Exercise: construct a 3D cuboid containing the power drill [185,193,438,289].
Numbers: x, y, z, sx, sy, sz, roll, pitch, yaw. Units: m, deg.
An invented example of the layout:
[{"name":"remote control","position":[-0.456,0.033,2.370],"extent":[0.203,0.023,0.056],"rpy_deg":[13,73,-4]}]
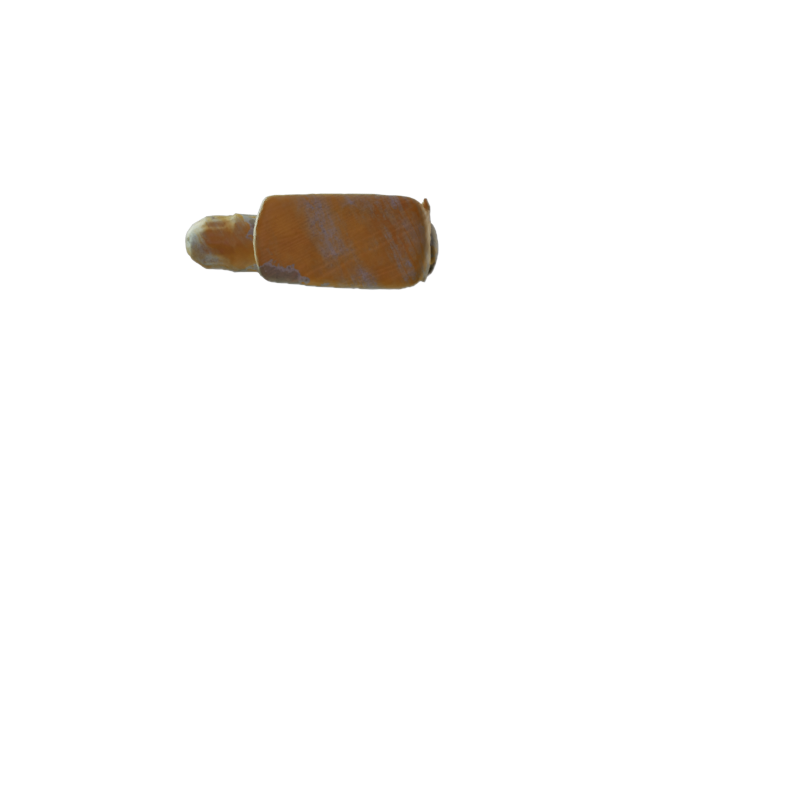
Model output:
[{"name":"power drill","position":[-0.058,-0.106,0.743],"extent":[0.184,0.057,0.190],"rpy_deg":[0,8,-3]}]
